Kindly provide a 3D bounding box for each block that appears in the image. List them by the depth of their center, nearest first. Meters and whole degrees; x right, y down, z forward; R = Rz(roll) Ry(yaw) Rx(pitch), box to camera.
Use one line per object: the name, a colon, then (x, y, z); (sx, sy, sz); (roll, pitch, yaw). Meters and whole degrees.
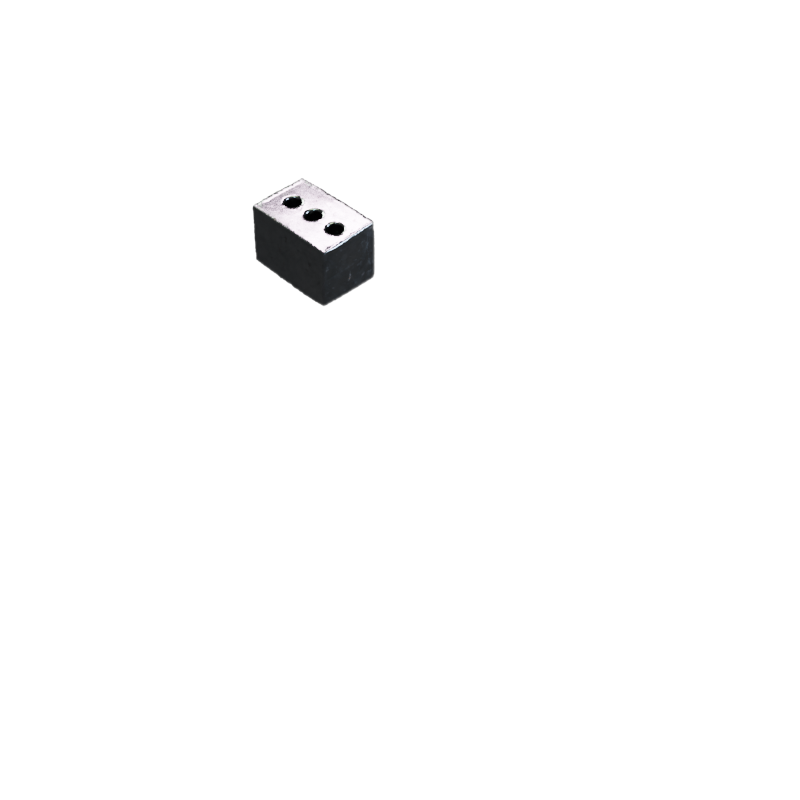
block: (-0.064, -0.116, 0.812); (0.053, 0.048, 0.083); (-33, 53, -32)
